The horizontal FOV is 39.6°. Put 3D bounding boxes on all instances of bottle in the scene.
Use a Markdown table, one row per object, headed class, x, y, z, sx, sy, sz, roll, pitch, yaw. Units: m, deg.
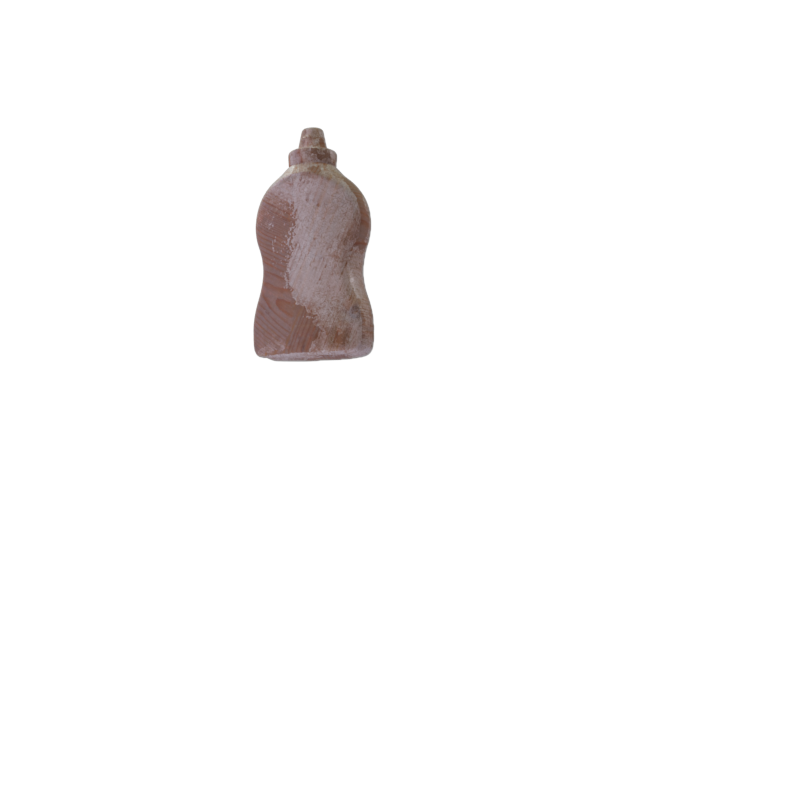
| class | x | y | z | sx | sy | sz | roll | pitch | yaw |
| --- | --- | --- | --- | --- | --- | --- | --- | --- | --- |
| bottle | -0.071 | -0.130 | 0.910 | 0.098 | 0.197 | 0.055 | -5 | -13 | 23 |
